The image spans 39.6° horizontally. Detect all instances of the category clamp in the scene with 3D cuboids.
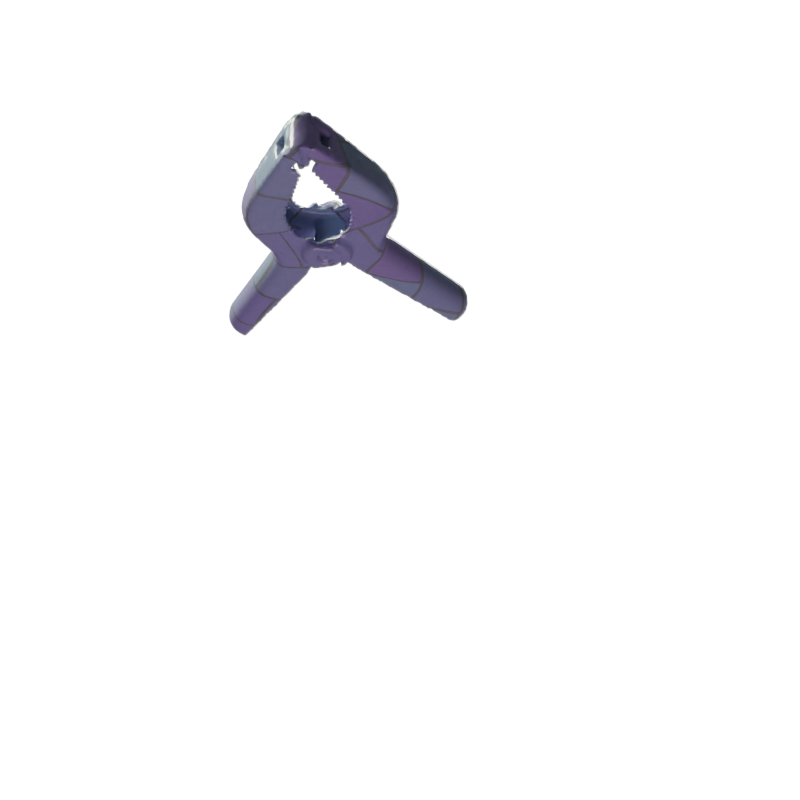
[{"bbox_3d":[-0.055,-0.100,0.701,0.166,0.039,0.194,-7,-30,12],"label":"clamp"}]
